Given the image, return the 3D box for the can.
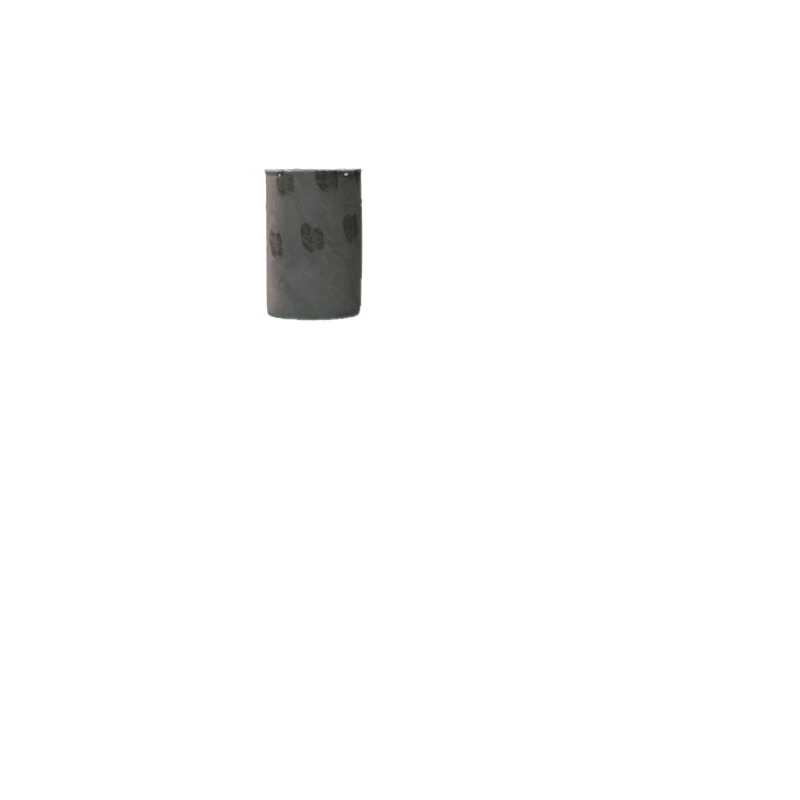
[{"bbox_3d":[-0.061,-0.111,0.776,0.068,0.101,0.070,0,7,-2],"label":"can"}]
